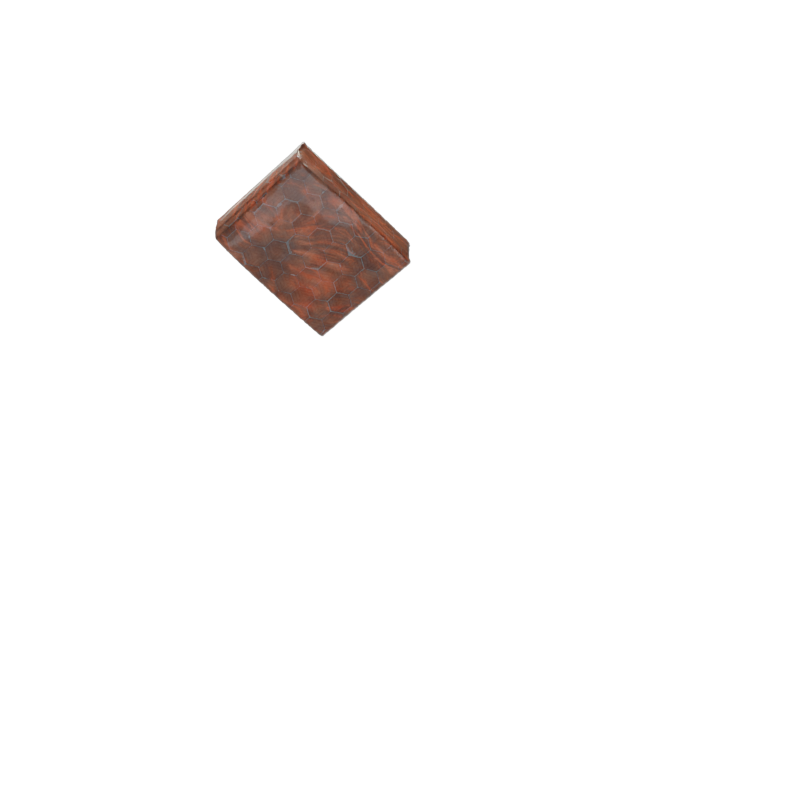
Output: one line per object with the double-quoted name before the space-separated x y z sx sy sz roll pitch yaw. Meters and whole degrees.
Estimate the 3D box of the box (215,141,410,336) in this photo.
"box" -0.062 -0.112 0.787 0.089 0.108 0.041 -40 22 20
